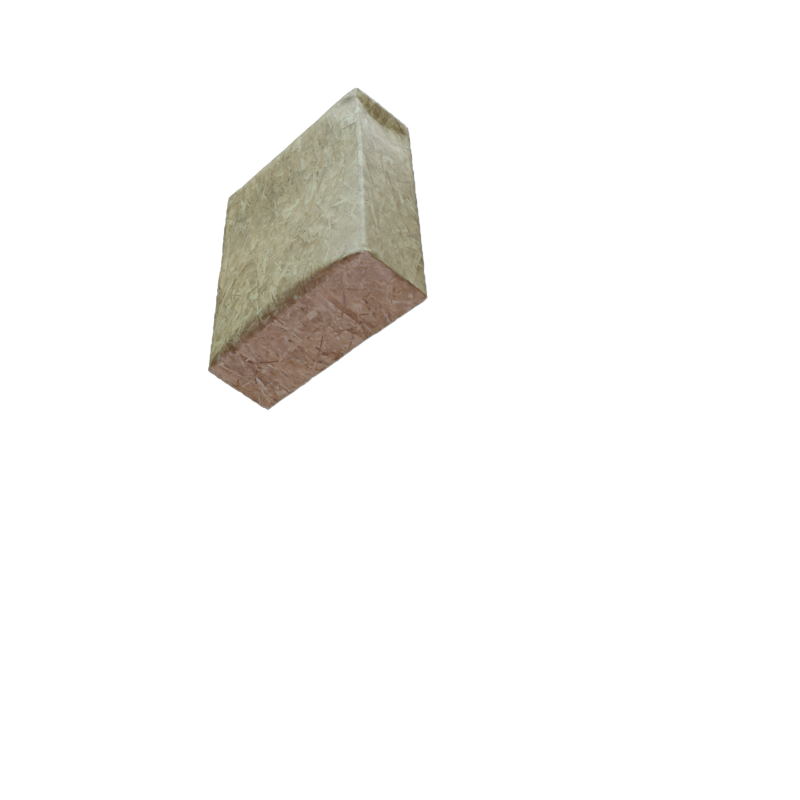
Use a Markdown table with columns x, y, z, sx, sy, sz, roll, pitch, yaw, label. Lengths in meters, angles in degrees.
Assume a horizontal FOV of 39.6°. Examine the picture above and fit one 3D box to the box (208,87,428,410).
| x | y | z | sx | sy | sz | roll | pitch | yaw | label |
| --- | --- | --- | --- | --- | --- | --- | --- | --- | --- |
| -0.068 | -0.123 | 0.865 | 0.163 | 0.230 | 0.067 | -35 | -53 | 27 | box |
